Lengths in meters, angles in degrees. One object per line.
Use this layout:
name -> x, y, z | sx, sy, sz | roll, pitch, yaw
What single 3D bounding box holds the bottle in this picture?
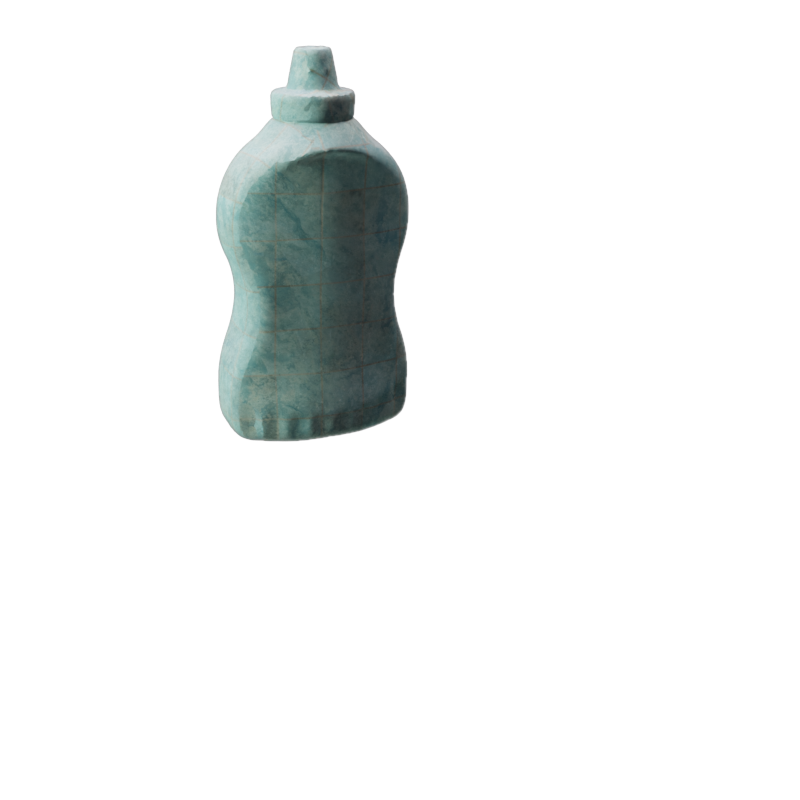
bottle -> -0.043, -0.079, 0.553 | 0.094, 0.184, 0.062 | -5, 18, -20
